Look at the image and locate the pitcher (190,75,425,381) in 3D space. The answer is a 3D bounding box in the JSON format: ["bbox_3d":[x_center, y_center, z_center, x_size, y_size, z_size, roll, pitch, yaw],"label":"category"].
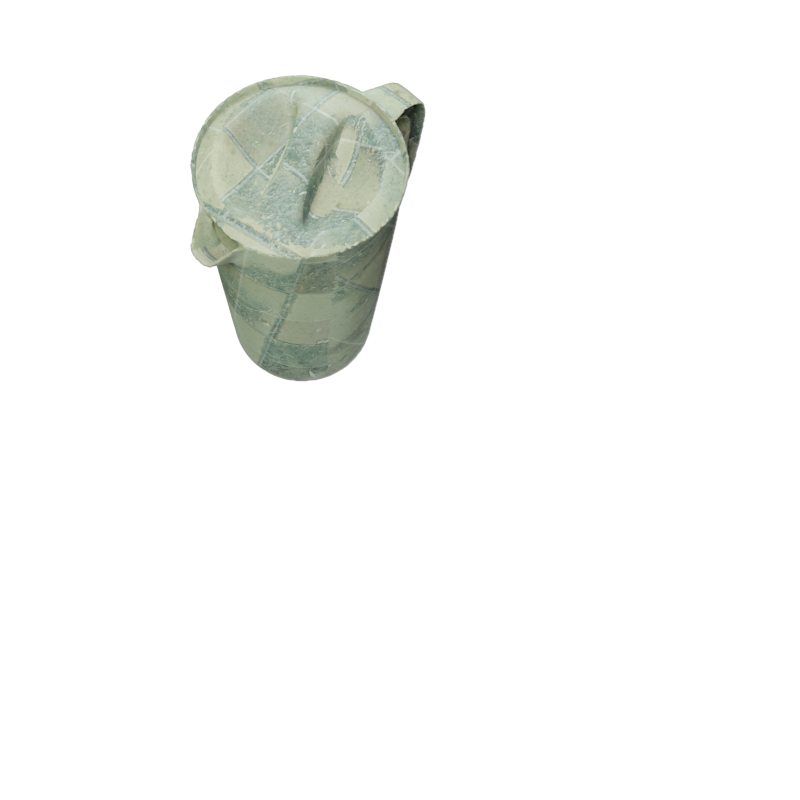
[{"bbox_3d":[-0.061,-0.111,0.777,0.149,0.153,0.230,1,-23,-3],"label":"pitcher"}]
